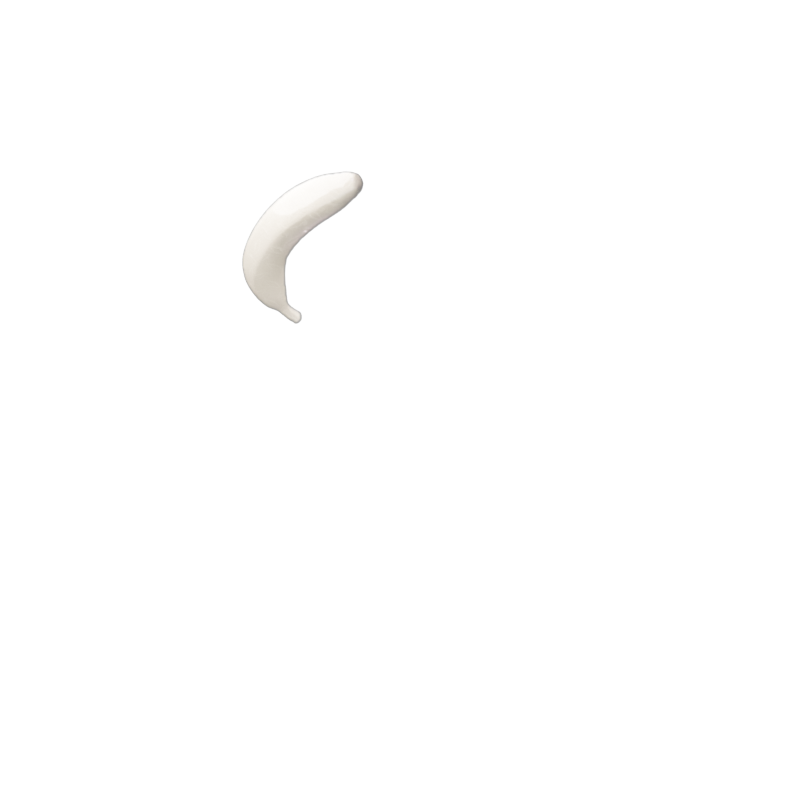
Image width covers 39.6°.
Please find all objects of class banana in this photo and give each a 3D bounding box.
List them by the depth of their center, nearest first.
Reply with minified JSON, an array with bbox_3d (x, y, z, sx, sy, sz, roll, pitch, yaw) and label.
[{"bbox_3d":[-0.092,-0.133,0.929,0.068,0.039,0.189,10,-33,-16],"label":"banana"}]
